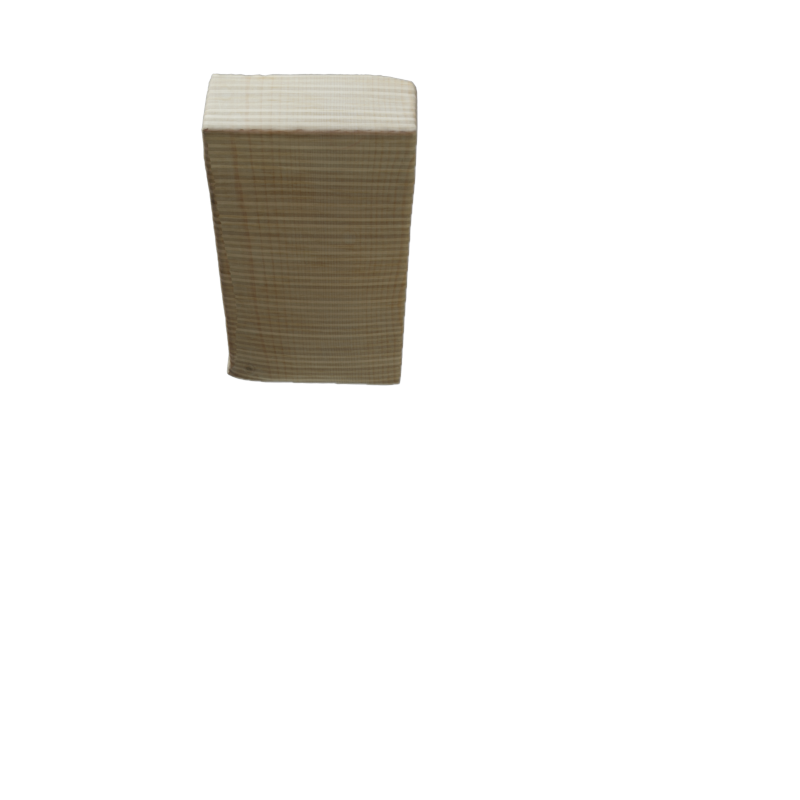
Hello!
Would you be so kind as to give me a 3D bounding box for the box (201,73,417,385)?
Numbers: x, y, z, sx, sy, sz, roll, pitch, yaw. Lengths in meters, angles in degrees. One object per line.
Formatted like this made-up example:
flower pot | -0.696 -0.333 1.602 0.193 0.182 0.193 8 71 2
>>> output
box | -0.042 -0.077 0.535 0.093 0.051 0.164 3 -42 -1
